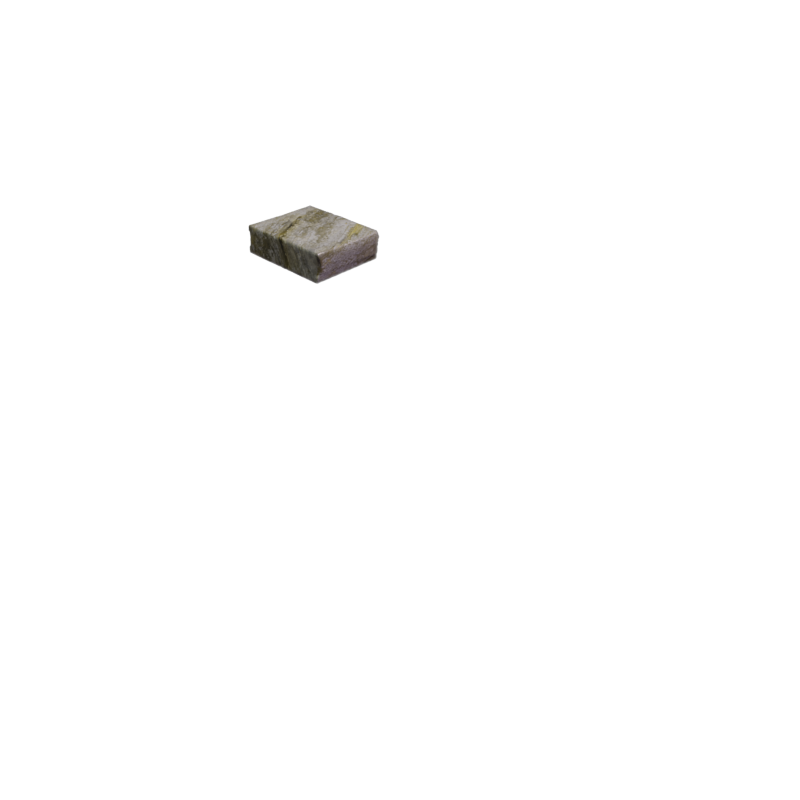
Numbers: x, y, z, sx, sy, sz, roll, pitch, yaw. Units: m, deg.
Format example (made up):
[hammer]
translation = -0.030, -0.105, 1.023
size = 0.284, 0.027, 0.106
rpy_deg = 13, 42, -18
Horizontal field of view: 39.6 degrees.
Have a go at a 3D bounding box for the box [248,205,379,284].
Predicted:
[box]
translation = -0.075, -0.136, 0.955
size = 0.072, 0.029, 0.095
rpy_deg = -25, 38, -38
